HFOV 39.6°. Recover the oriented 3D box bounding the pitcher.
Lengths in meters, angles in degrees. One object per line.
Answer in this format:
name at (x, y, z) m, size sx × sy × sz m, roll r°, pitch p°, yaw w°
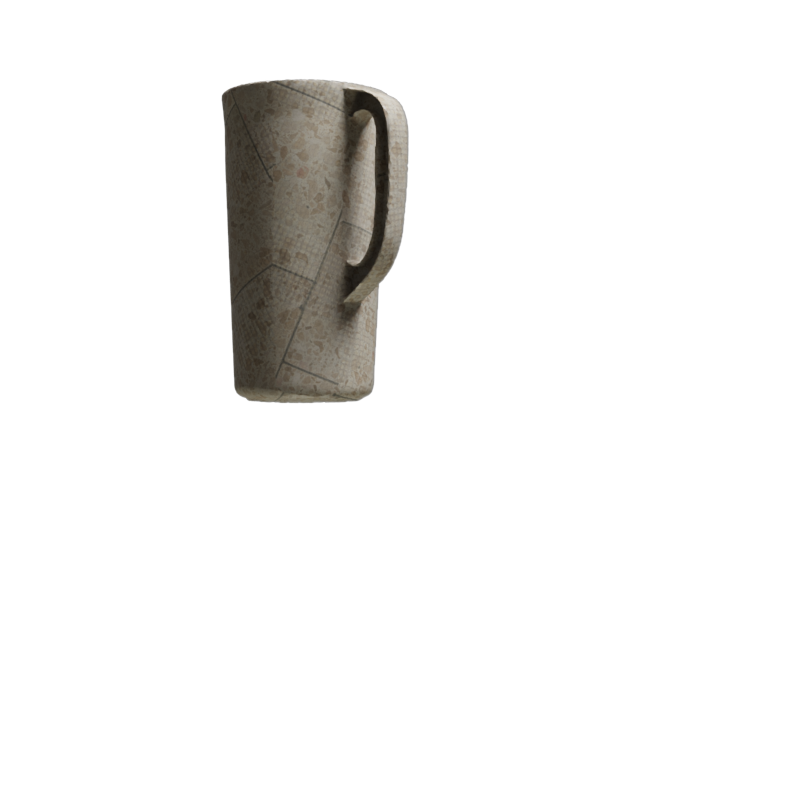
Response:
pitcher at (-0.067, -0.122, 0.854) m, size 0.145 × 0.246 × 0.147 m, roll 0°, pitch -3°, yaw 1°
